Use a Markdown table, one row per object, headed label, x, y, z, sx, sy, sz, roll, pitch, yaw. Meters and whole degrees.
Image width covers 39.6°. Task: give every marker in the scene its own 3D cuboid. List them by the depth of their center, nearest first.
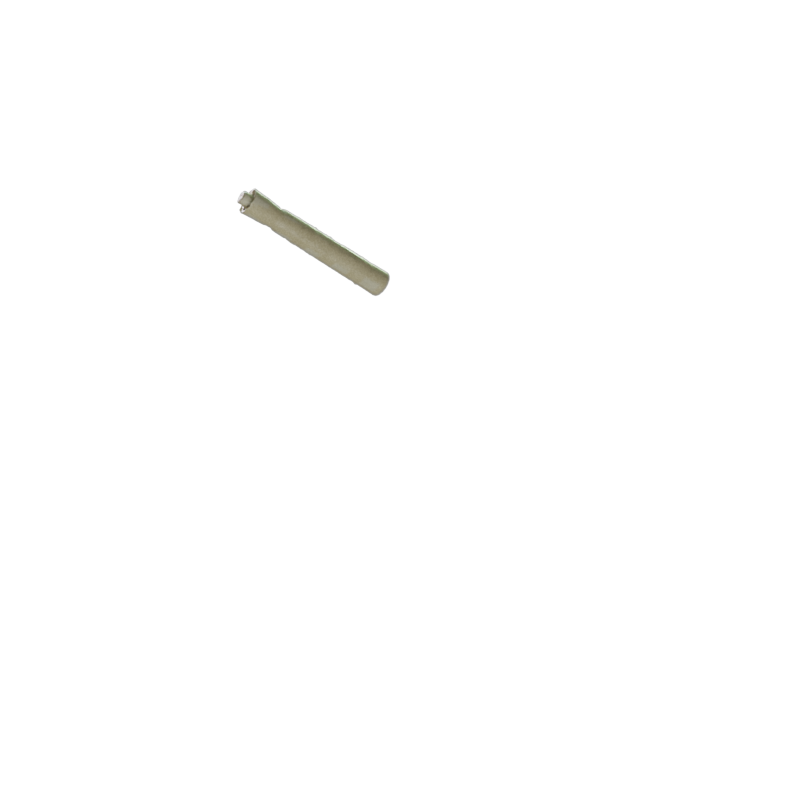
| label | x | y | z | sx | sy | sz | roll | pitch | yaw |
| --- | --- | --- | --- | --- | --- | --- | --- | --- | --- |
| marker | -0.059 | -0.107 | 0.751 | 0.115 | 0.020 | 0.020 | 30 | -10 | -22 |
